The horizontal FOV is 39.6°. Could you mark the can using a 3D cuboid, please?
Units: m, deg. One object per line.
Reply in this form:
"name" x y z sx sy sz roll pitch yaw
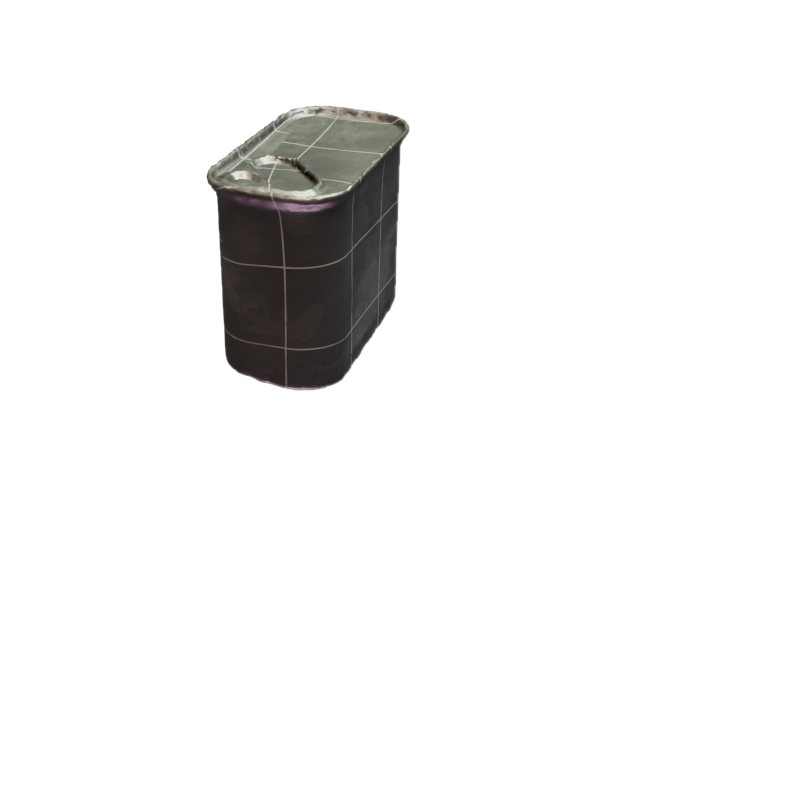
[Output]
"can" -0.036 -0.065 0.456 0.059 0.079 0.105 10 31 16
